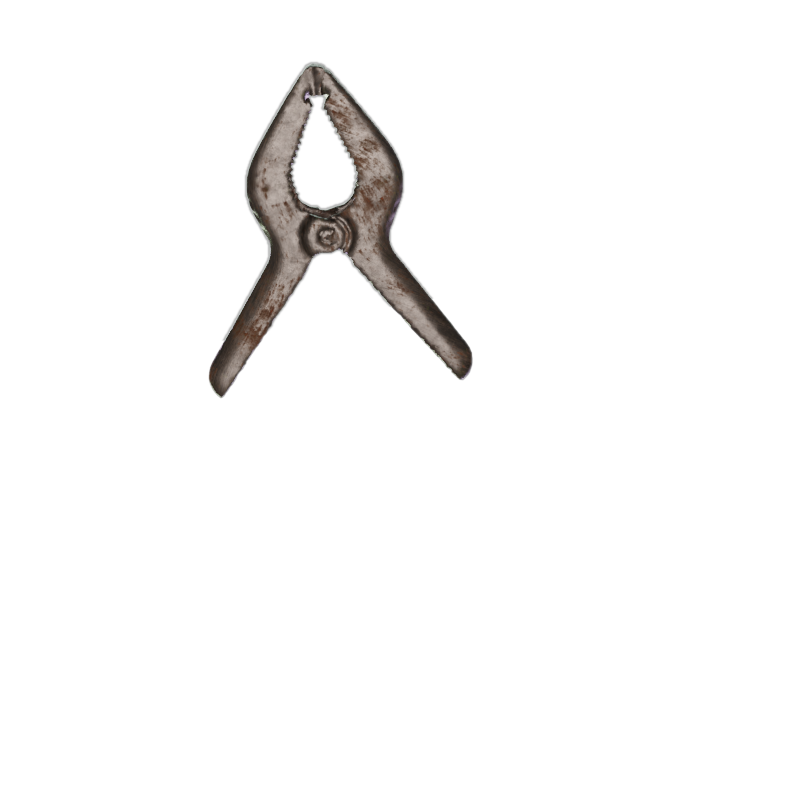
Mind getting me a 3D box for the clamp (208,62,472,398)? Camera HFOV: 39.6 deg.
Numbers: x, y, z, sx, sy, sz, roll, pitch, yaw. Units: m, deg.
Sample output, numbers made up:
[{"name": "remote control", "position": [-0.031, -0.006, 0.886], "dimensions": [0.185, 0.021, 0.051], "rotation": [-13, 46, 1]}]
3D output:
[{"name": "clamp", "position": [-0.053, -0.097, 0.677], "dimensions": [0.165, 0.203, 0.038], "rotation": [-11, 13, 2]}]
